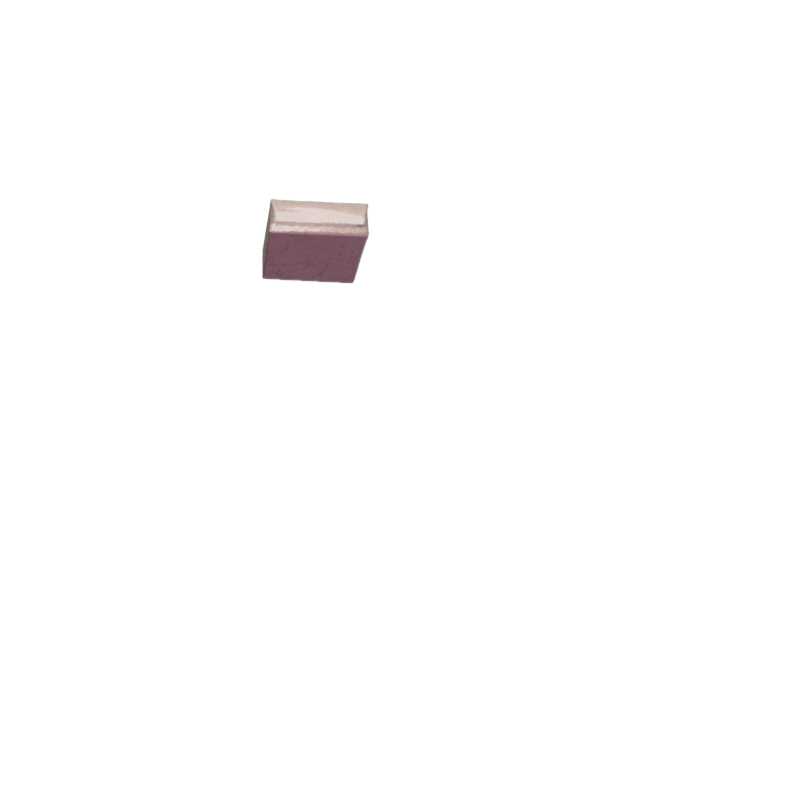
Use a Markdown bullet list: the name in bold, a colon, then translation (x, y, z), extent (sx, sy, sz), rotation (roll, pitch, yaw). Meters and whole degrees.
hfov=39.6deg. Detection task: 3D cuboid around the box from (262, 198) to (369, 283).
- **box**: translation (-0.066, -0.120, 0.838), extent (0.072, 0.032, 0.086), rotation (3, -20, -8)
